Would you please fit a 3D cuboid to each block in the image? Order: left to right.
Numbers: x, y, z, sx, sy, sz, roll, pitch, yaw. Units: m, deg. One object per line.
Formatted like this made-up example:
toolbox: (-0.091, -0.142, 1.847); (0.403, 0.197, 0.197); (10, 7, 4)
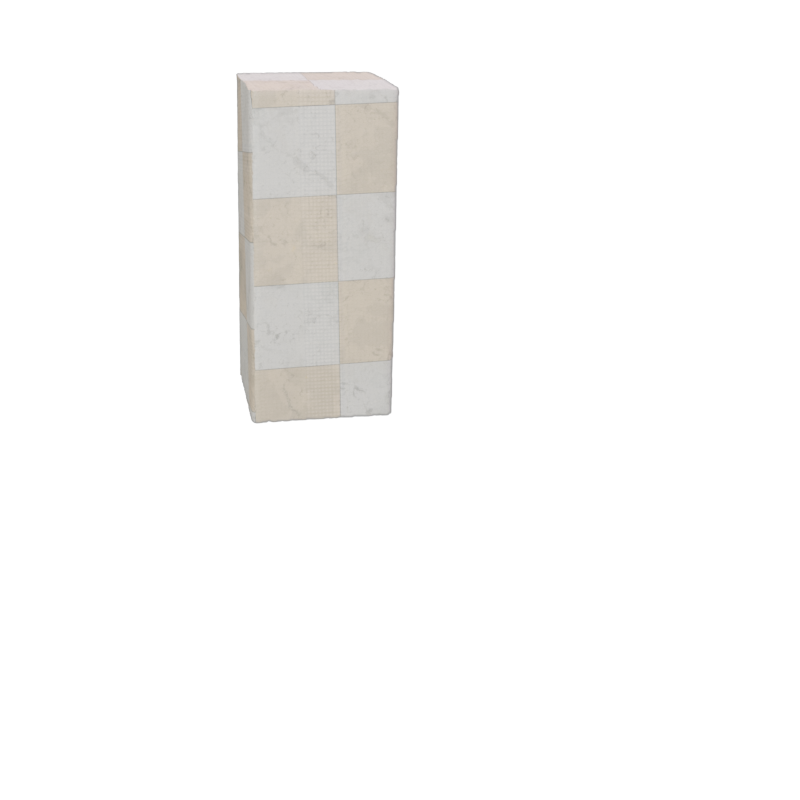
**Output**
block: (-0.055, -0.101, 0.706); (0.089, 0.199, 0.095); (-2, 17, -11)
